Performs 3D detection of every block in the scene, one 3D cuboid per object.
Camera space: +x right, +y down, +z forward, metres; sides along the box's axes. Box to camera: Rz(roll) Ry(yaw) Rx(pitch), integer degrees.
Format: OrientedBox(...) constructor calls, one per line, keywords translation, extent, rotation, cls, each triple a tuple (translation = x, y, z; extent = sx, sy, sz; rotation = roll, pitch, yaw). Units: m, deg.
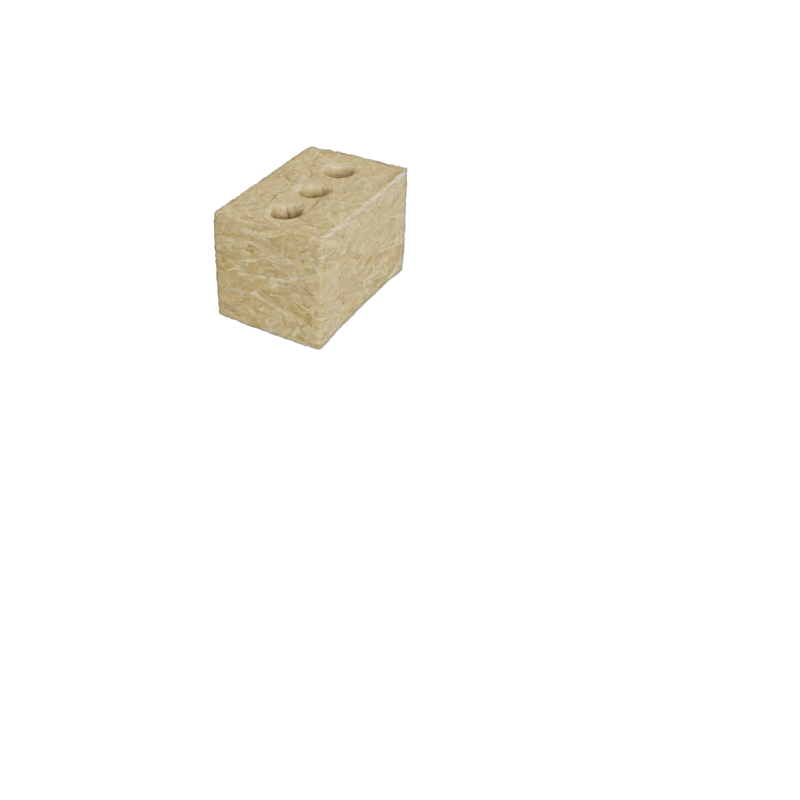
OrientedBox(translation=(-0.037, -0.068, 0.476), extent=(0.055, 0.048, 0.080), rotation=(16, 37, 22), cls="block")
